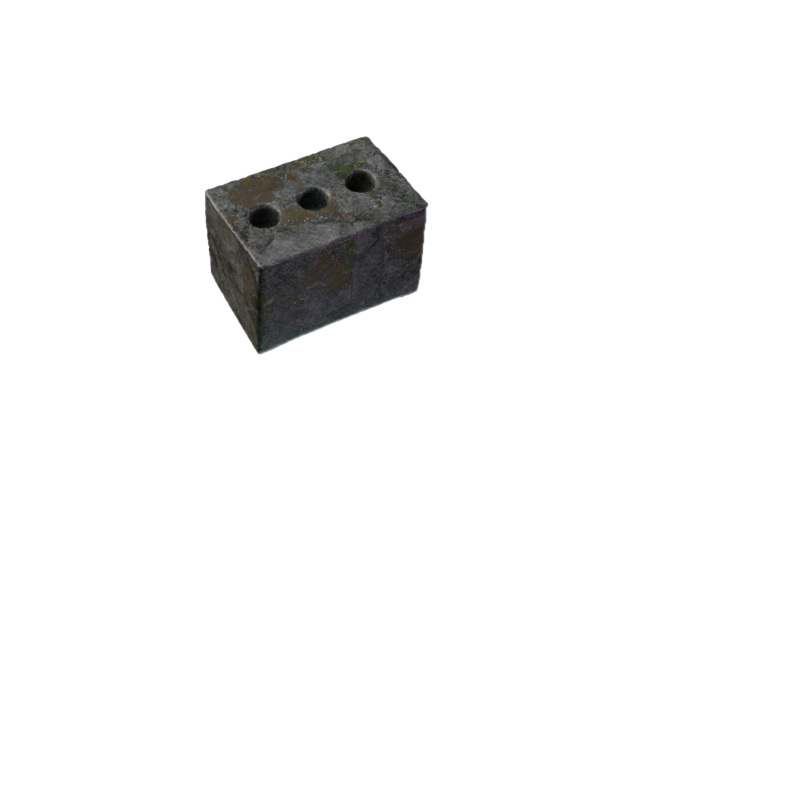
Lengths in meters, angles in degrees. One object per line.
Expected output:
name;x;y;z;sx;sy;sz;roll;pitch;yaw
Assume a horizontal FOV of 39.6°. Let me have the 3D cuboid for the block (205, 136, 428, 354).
block;-0.036;-0.066;0.461;0.077;0.057;0.048;-23;-36;-20
